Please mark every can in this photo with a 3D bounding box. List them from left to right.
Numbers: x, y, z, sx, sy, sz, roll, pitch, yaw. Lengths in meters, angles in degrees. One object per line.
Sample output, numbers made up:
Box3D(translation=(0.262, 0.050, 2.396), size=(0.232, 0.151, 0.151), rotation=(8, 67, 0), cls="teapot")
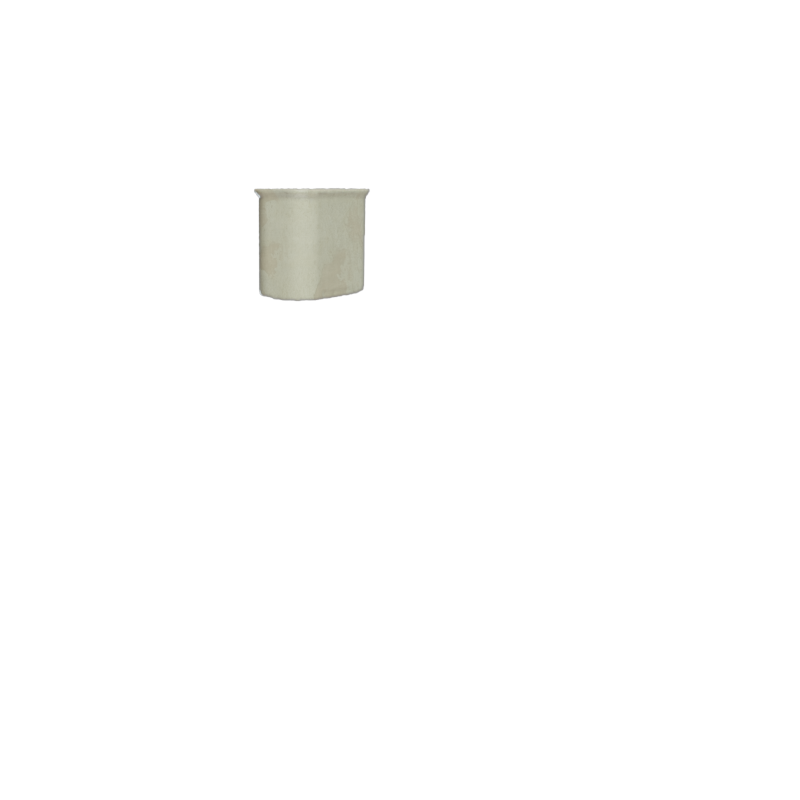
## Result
Box3D(translation=(-0.068, -0.124, 0.868), size=(0.060, 0.083, 0.099), rotation=(4, 9, 31), cls="can")
